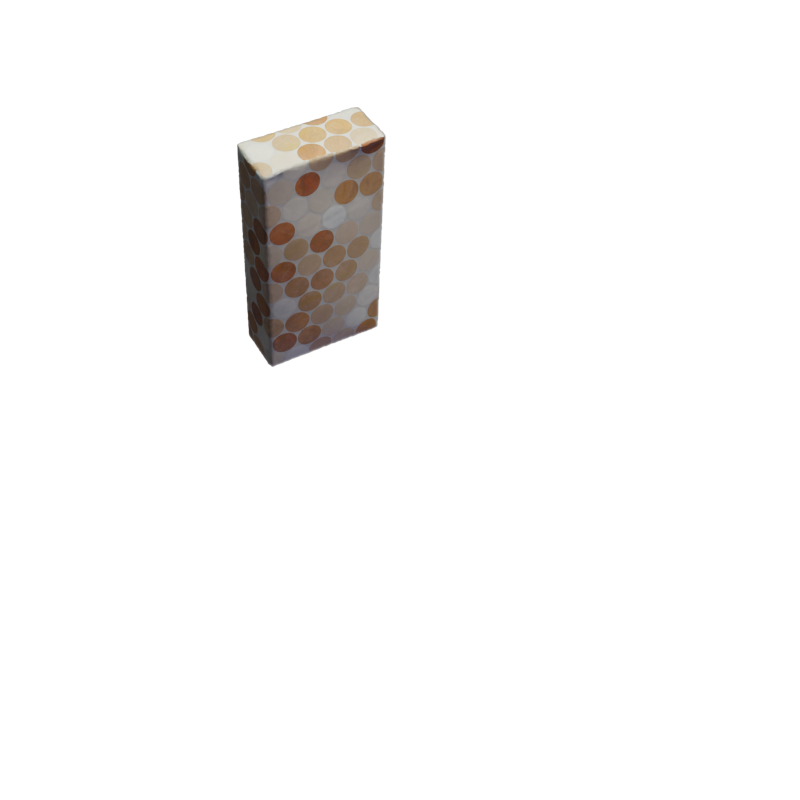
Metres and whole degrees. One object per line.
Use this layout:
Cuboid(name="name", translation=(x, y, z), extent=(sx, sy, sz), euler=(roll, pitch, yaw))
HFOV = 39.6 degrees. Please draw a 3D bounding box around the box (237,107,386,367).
Cuboid(name="box", translation=(-0.060, -0.110, 0.770), extent=(0.093, 0.164, 0.052), euler=(-22, 52, -22))
